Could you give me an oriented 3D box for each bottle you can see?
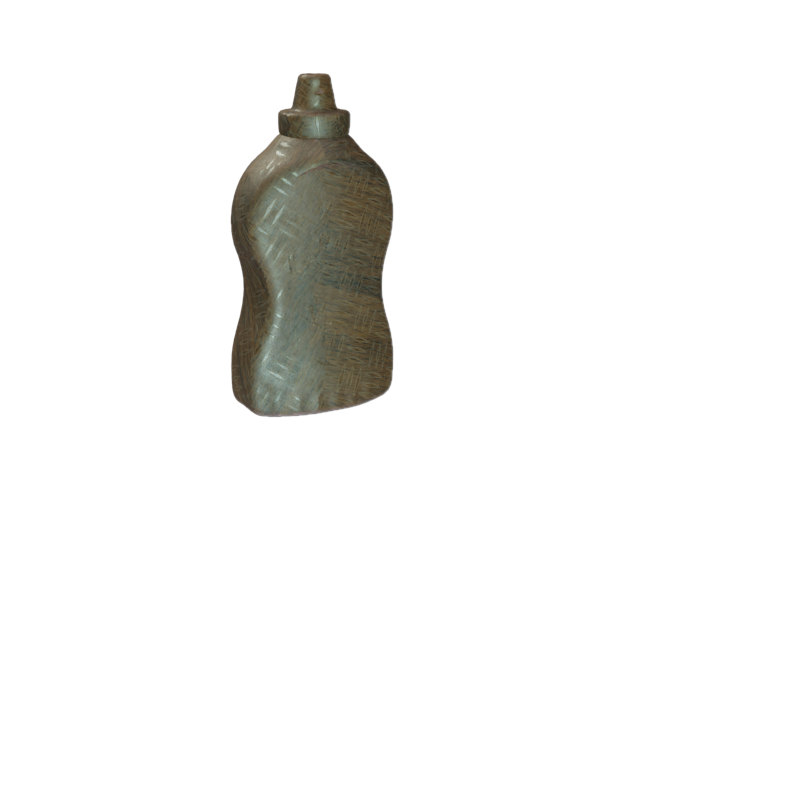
[{"bbox_3d":[-0.050,-0.091,0.639,0.094,0.186,0.062,-6,15,-27],"label":"bottle"}]
